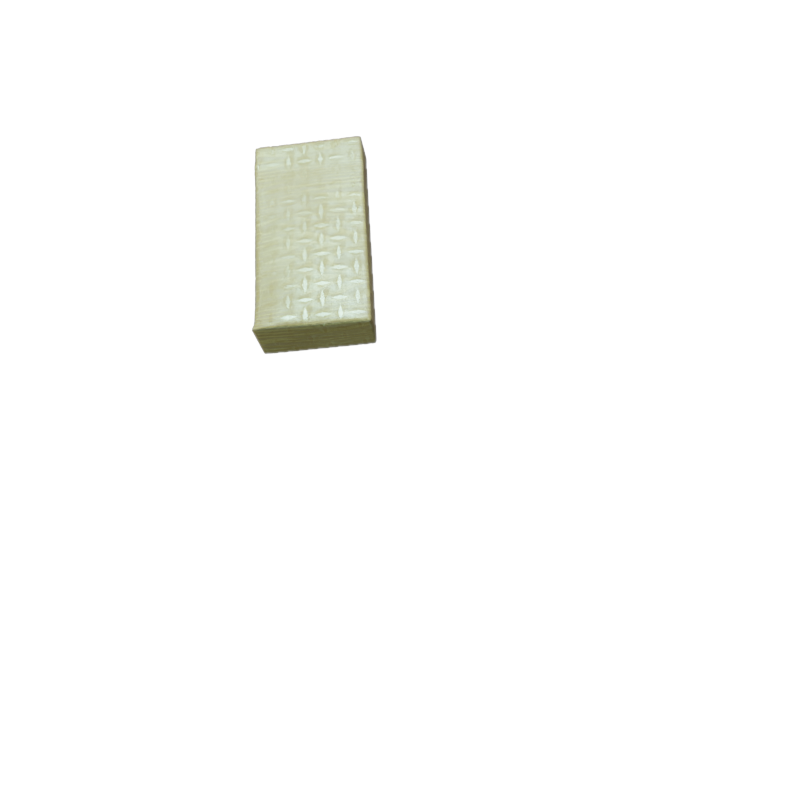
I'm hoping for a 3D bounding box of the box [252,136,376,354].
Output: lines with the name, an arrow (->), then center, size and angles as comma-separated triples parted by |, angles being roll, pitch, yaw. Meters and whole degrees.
box -> -0.070, -0.128, 0.897 | 0.094, 0.188, 0.045 | -6, -32, 6
